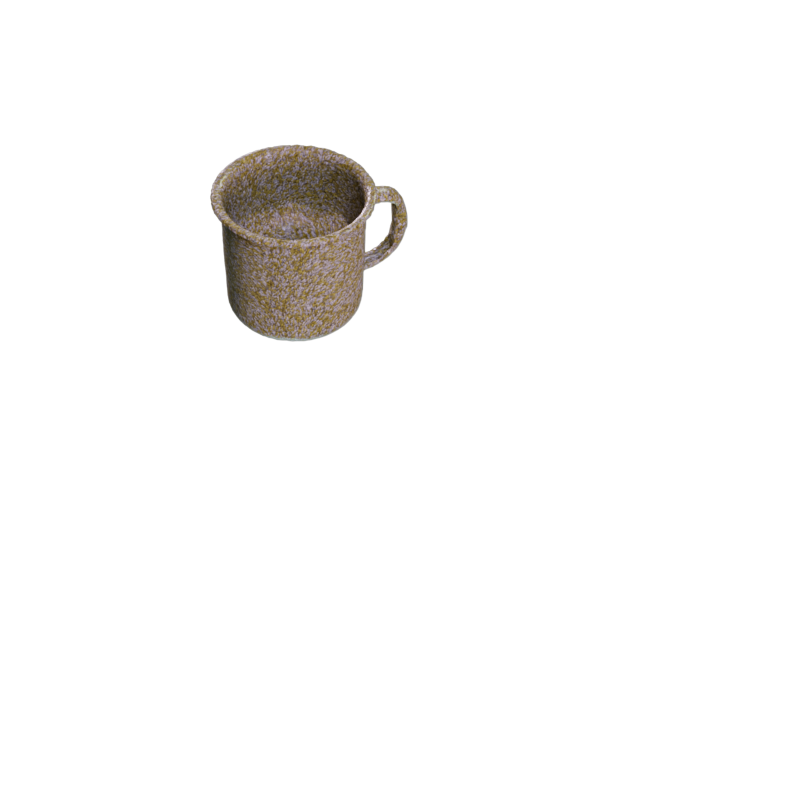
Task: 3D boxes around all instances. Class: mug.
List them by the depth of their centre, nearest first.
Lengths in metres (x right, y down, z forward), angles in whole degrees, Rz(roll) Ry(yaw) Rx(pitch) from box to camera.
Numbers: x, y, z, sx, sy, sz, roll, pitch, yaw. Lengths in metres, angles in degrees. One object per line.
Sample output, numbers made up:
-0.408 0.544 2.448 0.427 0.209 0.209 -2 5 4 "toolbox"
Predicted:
-0.051 -0.092 0.647 0.116 0.076 0.101 -17 47 -18 "mug"
